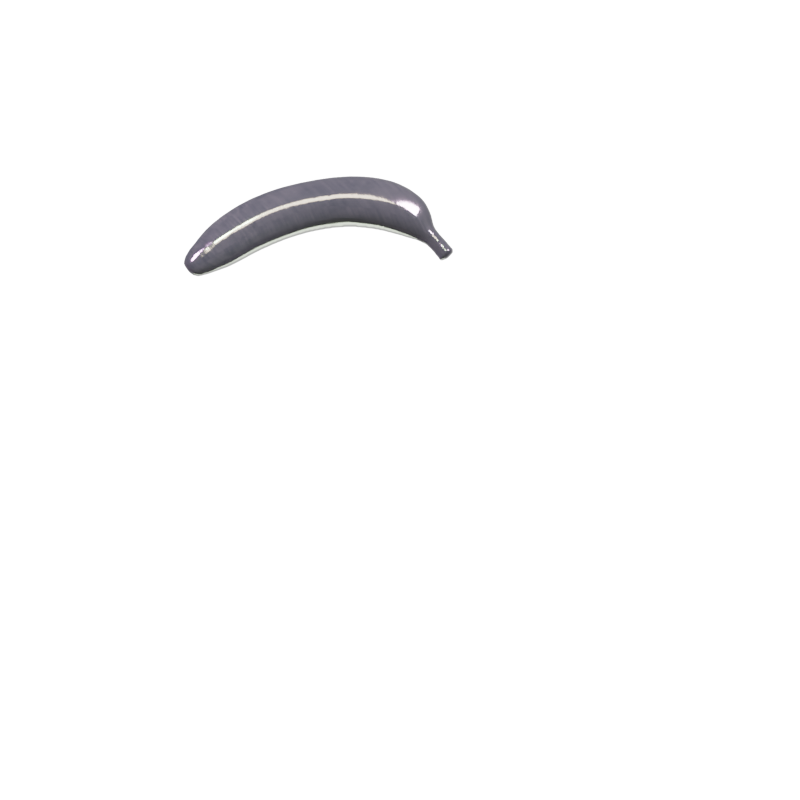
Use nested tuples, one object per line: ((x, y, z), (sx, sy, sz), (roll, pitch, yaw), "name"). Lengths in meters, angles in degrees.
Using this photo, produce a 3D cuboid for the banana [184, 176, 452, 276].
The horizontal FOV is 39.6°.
((-0.062, -0.133, 0.823), (0.197, 0.075, 0.034), (-5, -33, -4), "banana")
